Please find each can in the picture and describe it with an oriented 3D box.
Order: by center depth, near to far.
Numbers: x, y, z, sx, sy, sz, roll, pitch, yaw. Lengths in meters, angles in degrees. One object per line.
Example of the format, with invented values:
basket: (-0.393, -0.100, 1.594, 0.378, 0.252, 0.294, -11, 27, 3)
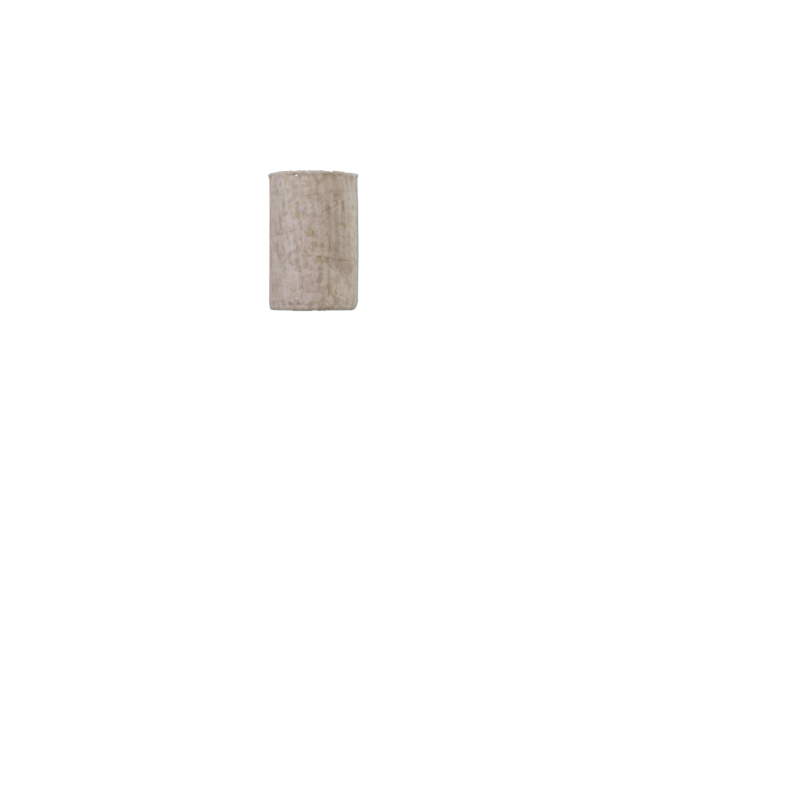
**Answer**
can: (-0.065, -0.119, 0.834, 0.068, 0.102, 0.069, 0, 1, -2)
